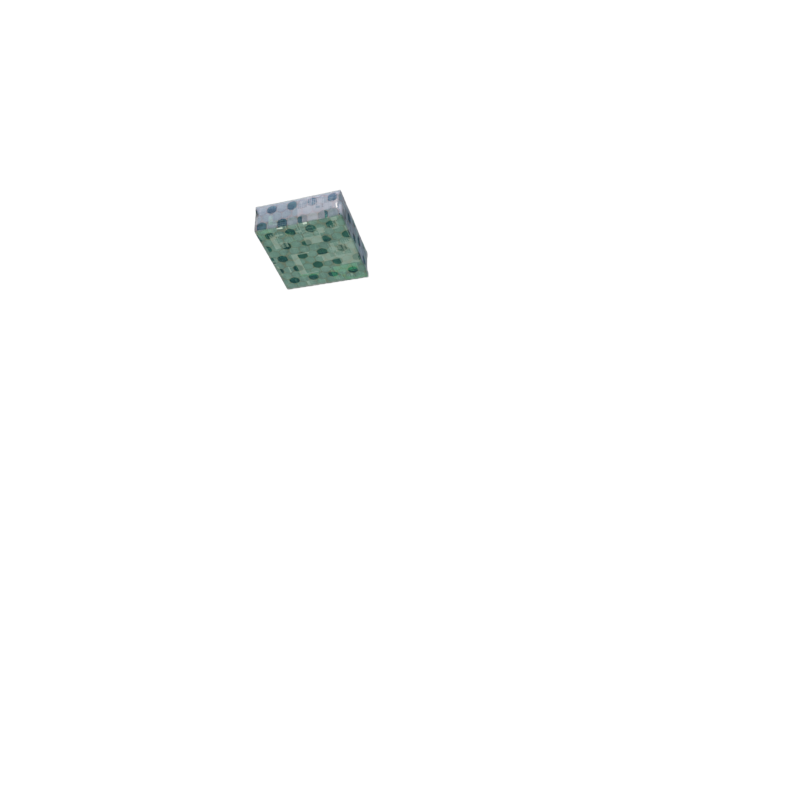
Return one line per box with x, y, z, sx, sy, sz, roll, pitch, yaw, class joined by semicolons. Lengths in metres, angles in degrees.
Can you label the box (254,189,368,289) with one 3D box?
-0.072;-0.131;0.916;0.074;0.032;0.082;-9;-33;13;box
